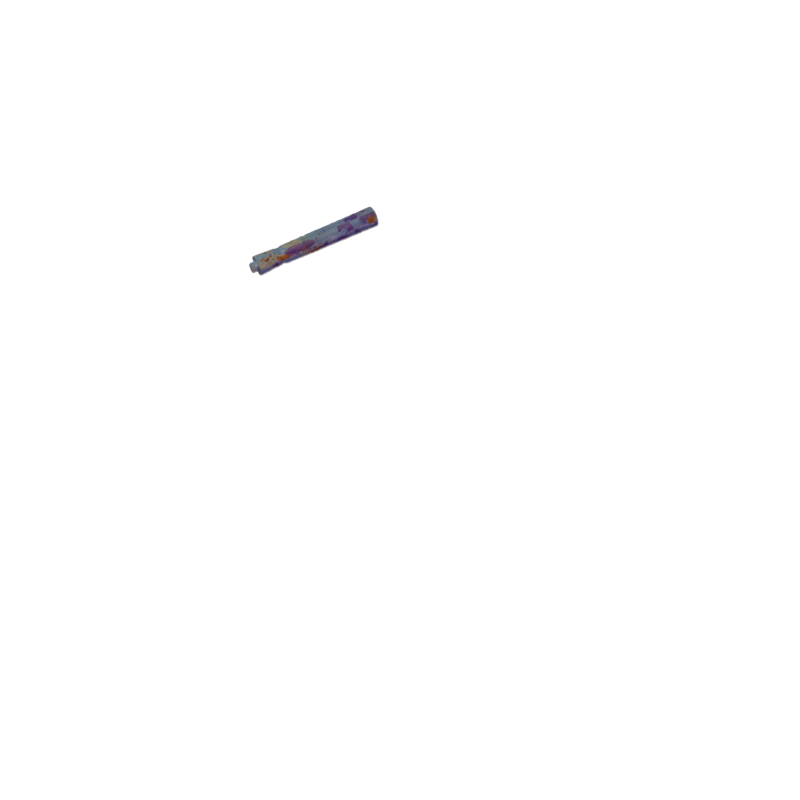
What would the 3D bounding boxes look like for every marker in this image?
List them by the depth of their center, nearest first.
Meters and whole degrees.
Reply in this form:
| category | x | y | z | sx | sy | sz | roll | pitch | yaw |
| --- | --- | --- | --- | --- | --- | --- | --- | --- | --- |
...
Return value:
| category | x | y | z | sx | sy | sz | roll | pitch | yaw |
| --- | --- | --- | --- | --- | --- | --- | --- | --- | --- |
| marker | -0.076 | -0.139 | 0.971 | 0.120 | 0.019 | 0.020 | -25 | 11 | -14 |
